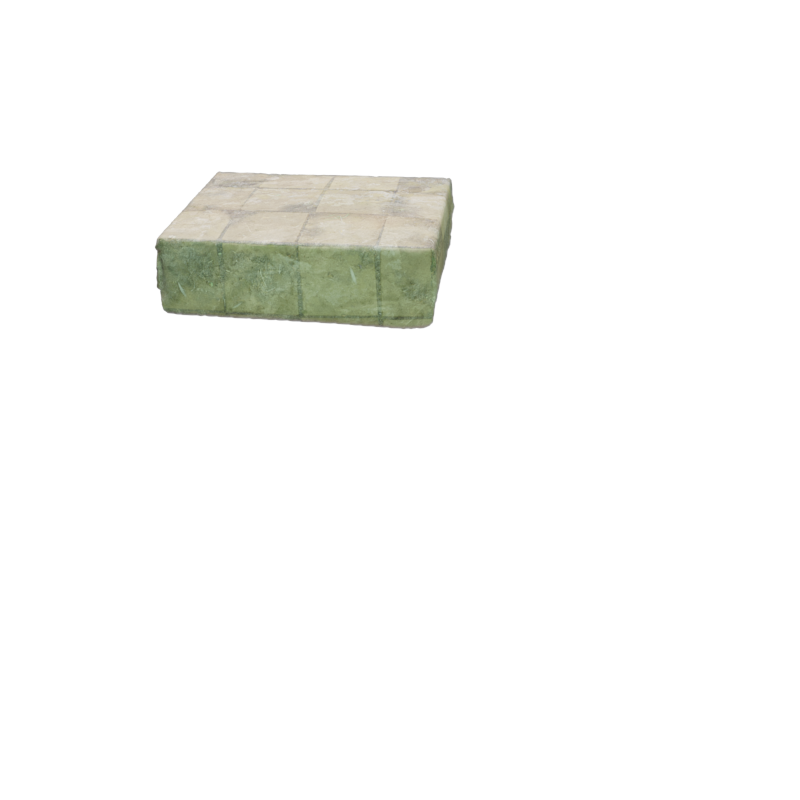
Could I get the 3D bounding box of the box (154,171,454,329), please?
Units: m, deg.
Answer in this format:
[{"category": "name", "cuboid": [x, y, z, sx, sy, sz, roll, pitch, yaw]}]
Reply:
[{"category": "box", "cuboid": [-0.037, -0.067, 0.472, 0.115, 0.037, 0.094, 5, 28, 8]}]
